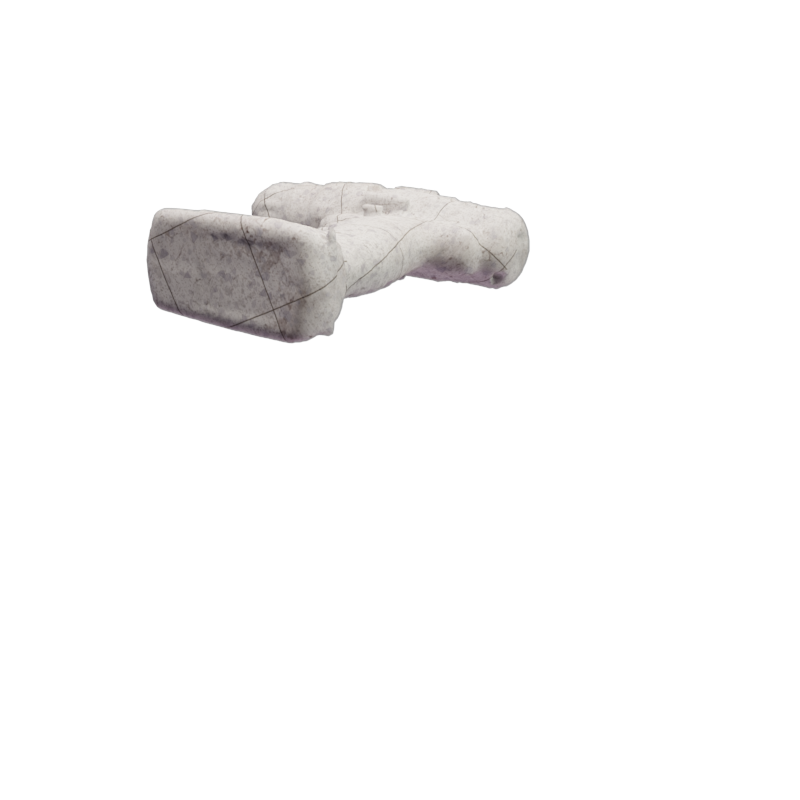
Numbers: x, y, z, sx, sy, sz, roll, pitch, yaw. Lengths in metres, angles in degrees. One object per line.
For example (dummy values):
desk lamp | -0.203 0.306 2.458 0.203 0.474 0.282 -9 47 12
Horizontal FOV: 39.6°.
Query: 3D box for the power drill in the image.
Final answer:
power drill | -0.047 -0.086 0.604 0.193 0.055 0.185 12 21 32
